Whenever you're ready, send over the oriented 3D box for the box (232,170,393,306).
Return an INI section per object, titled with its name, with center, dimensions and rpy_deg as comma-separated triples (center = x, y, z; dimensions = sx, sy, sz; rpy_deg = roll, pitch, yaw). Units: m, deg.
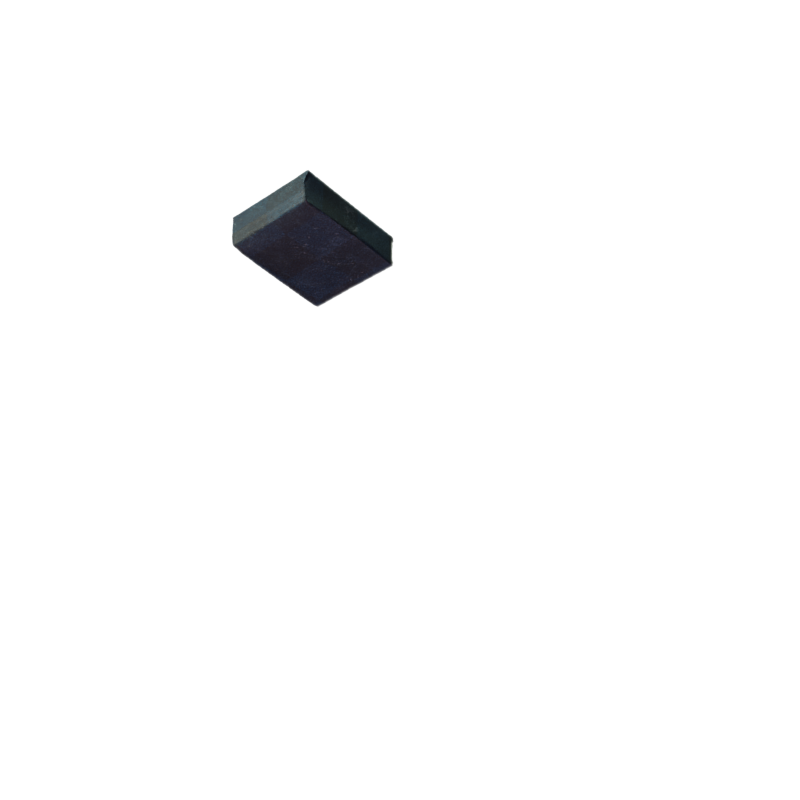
[box]
center = -0.074, -0.135, 0.947
dimensions = 0.090, 0.042, 0.106
rpy_deg = -28, -44, 32
